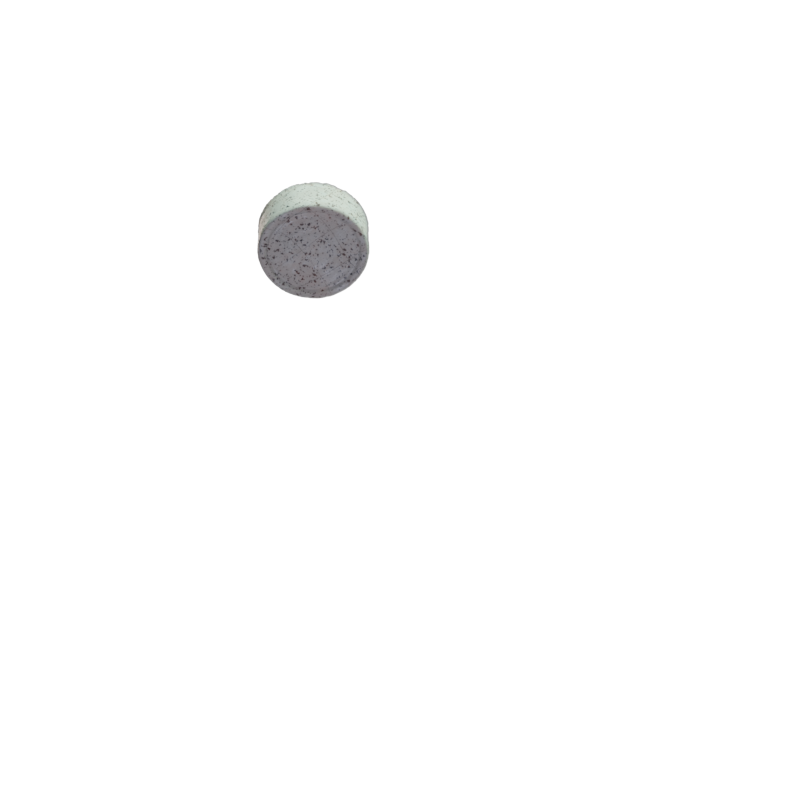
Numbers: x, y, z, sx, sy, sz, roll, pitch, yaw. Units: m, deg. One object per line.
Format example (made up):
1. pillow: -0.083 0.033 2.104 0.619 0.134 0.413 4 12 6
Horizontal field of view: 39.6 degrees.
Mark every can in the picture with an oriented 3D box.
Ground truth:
1. can: -0.066 -0.120 0.843 0.086 0.080 0.036 1 34 -1
